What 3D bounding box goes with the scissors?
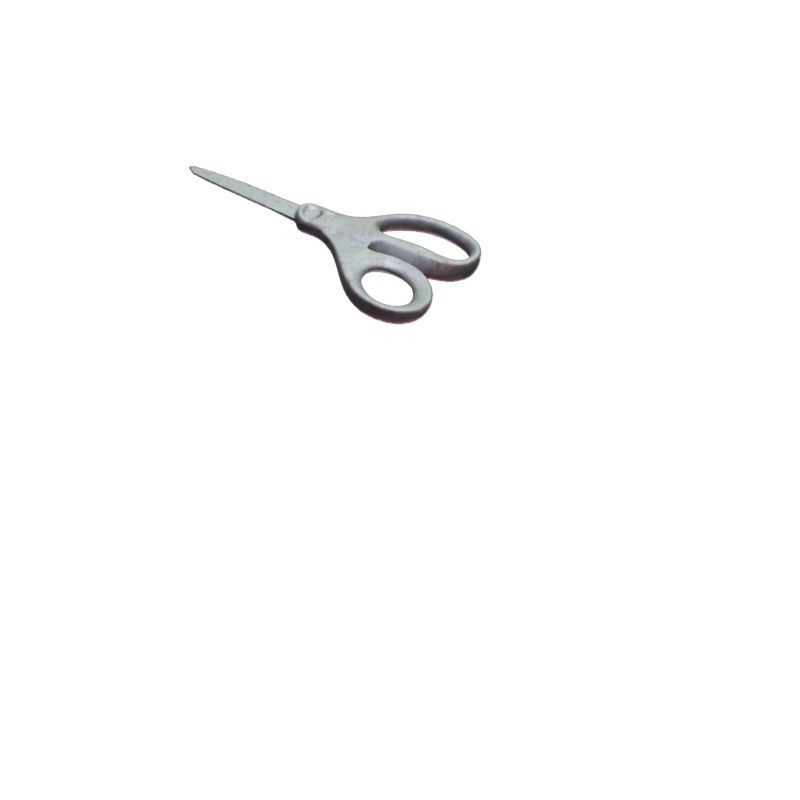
[{"bbox_3d":[-0.053,-0.097,0.680,0.206,0.015,0.101,13,47,12],"label":"scissors"}]
